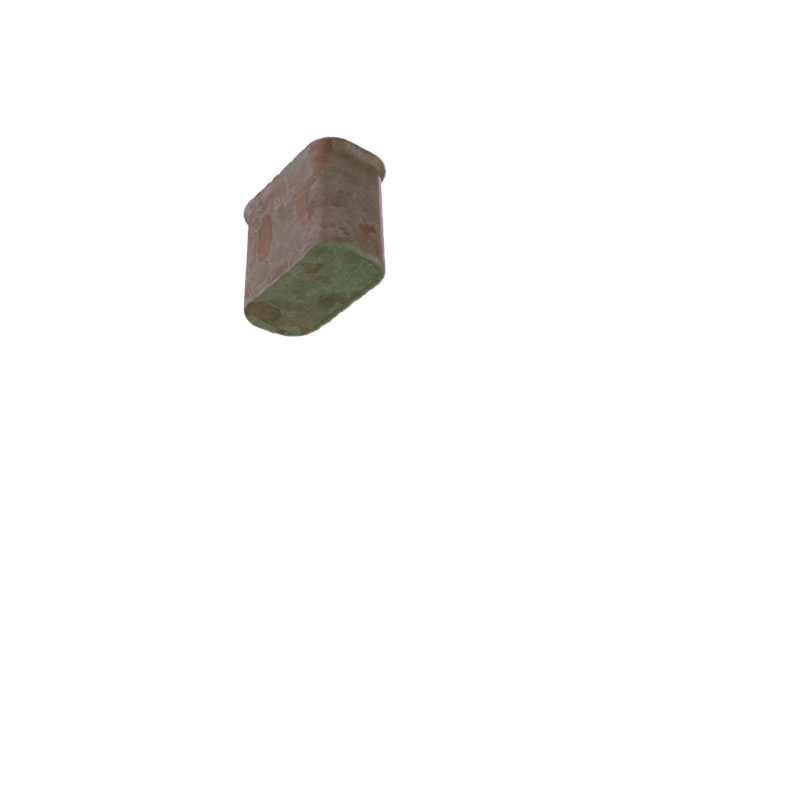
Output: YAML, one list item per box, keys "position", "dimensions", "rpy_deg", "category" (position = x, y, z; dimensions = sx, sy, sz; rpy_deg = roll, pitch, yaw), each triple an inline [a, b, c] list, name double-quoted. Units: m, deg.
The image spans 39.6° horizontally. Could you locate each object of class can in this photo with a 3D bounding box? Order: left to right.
- position: [-0.054, -0.098, 0.686]
  dimensions: [0.054, 0.090, 0.101]
  rpy_deg: [25, -44, -32]
  category: "can"
